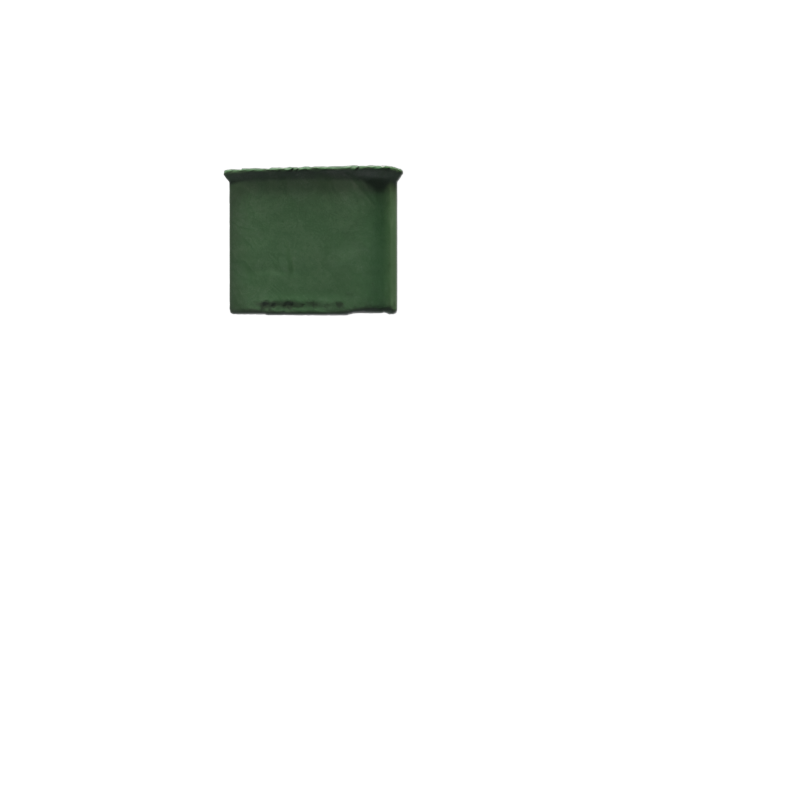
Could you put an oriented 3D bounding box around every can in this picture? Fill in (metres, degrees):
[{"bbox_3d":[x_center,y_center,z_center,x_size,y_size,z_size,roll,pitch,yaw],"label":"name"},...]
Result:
[{"bbox_3d":[-0.051,-0.092,0.645,0.104,0.084,0.056,1,2,15],"label":"can"}]
